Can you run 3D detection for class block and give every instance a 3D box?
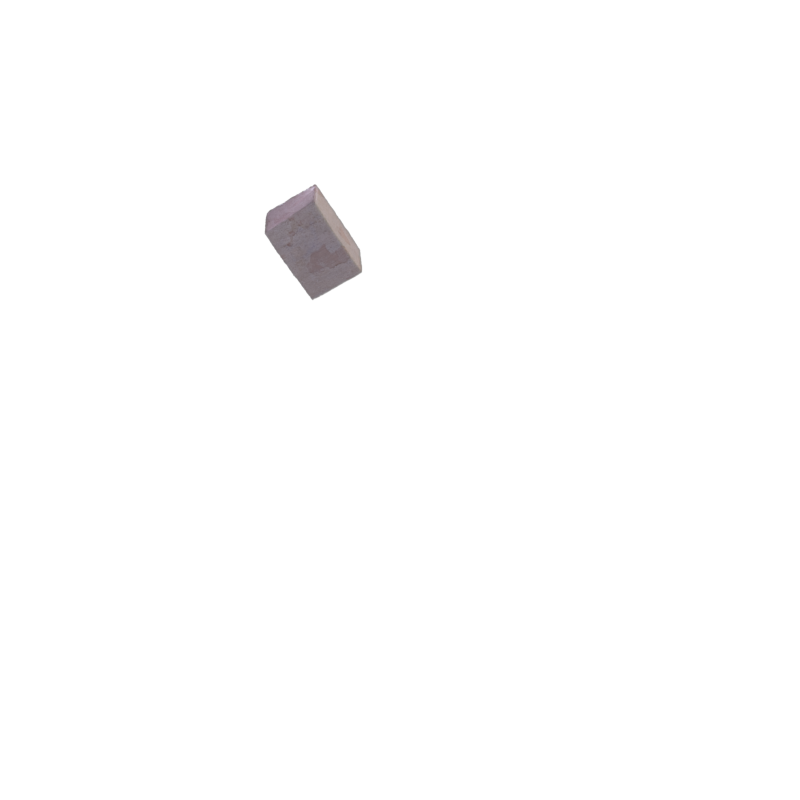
[{"bbox_3d":[-0.075,-0.137,0.958,0.053,0.074,0.054,-29,23,12],"label":"block"}]
